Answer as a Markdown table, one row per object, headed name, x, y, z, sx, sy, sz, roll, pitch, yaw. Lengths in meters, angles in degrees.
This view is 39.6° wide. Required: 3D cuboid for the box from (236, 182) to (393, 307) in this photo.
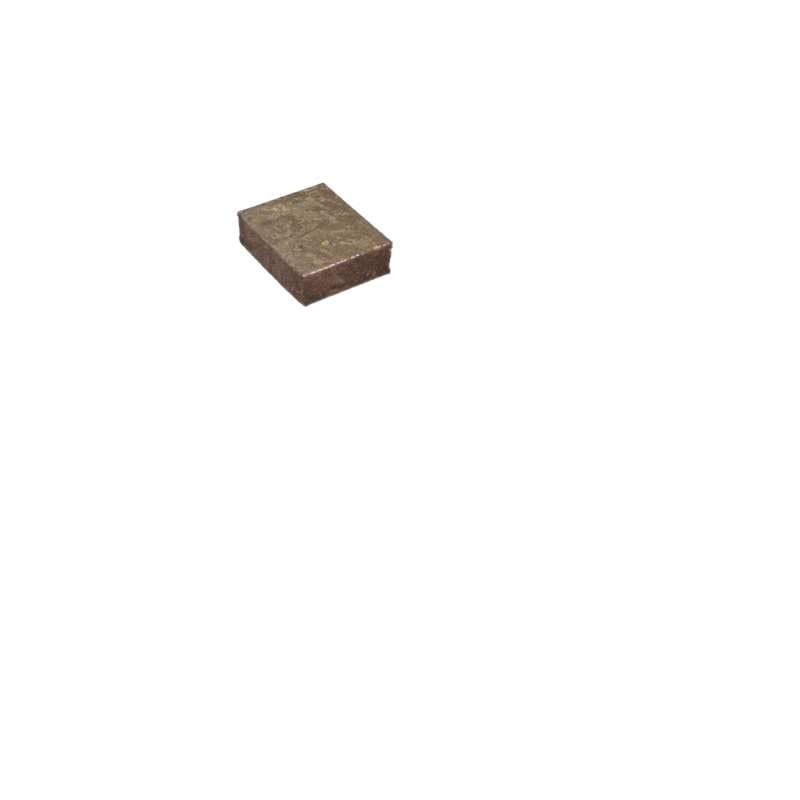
| name | x | y | z | sx | sy | sz | roll | pitch | yaw |
| --- | --- | --- | --- | --- | --- | --- | --- | --- | --- |
| box | -0.074 | -0.135 | 0.948 | 0.089 | 0.036 | 0.122 | -24 | 48 | -24 |
